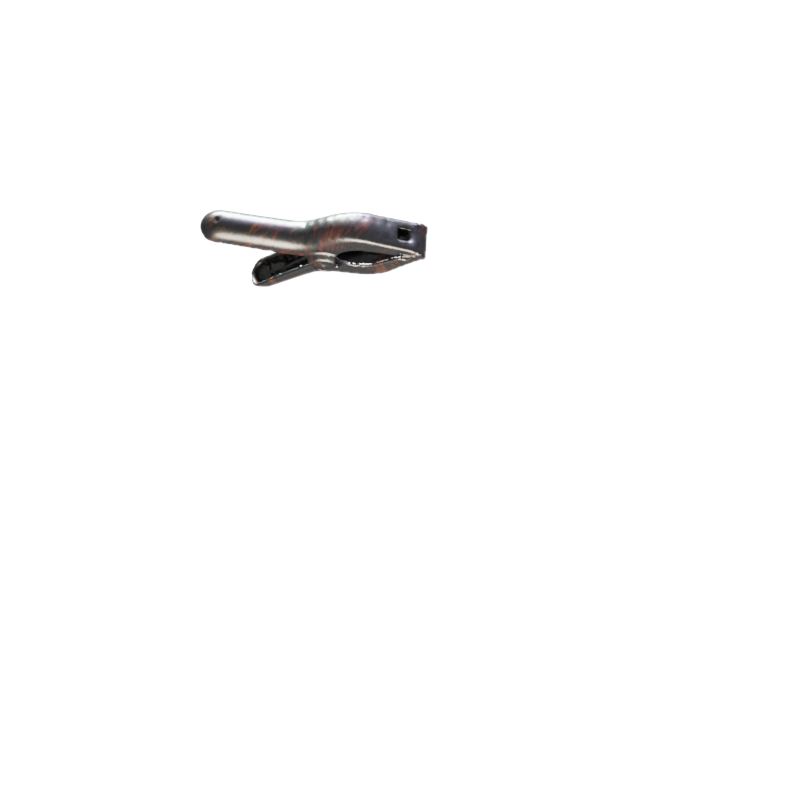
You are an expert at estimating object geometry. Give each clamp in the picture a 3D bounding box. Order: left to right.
[{"bbox_3d":[-0.068,-0.124,0.868,0.175,0.041,0.113,-5,-12,25],"label":"clamp"}]
